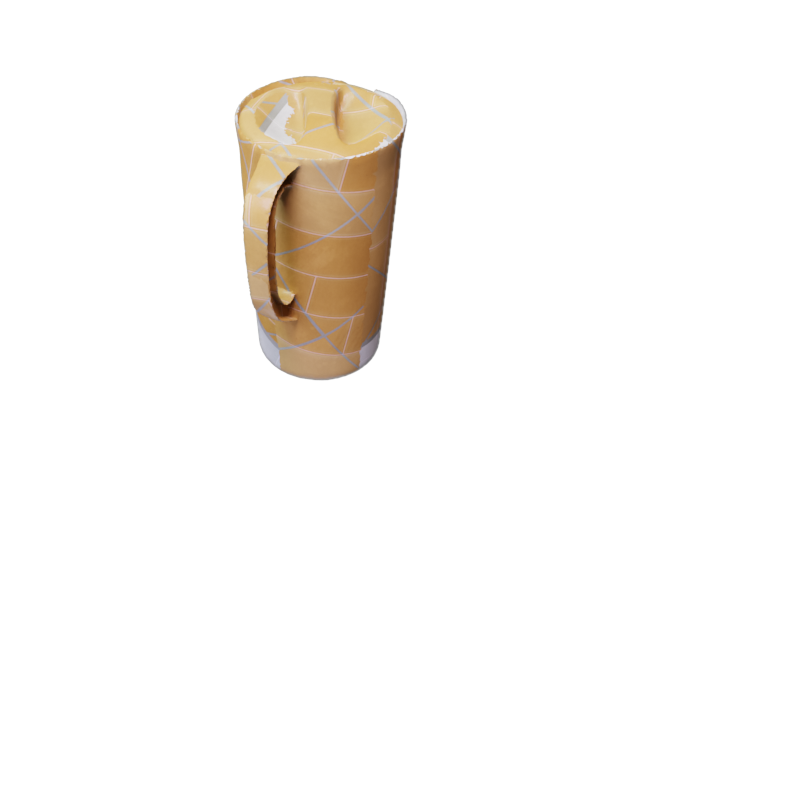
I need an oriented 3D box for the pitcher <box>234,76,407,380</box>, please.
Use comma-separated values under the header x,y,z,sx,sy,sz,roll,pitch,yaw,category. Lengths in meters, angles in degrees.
x,y,z,sx,sy,sz,roll,pitch,yaw,category
-0.072,-0.131,0.916,0.147,0.227,0.157,-12,41,-17,pitcher
